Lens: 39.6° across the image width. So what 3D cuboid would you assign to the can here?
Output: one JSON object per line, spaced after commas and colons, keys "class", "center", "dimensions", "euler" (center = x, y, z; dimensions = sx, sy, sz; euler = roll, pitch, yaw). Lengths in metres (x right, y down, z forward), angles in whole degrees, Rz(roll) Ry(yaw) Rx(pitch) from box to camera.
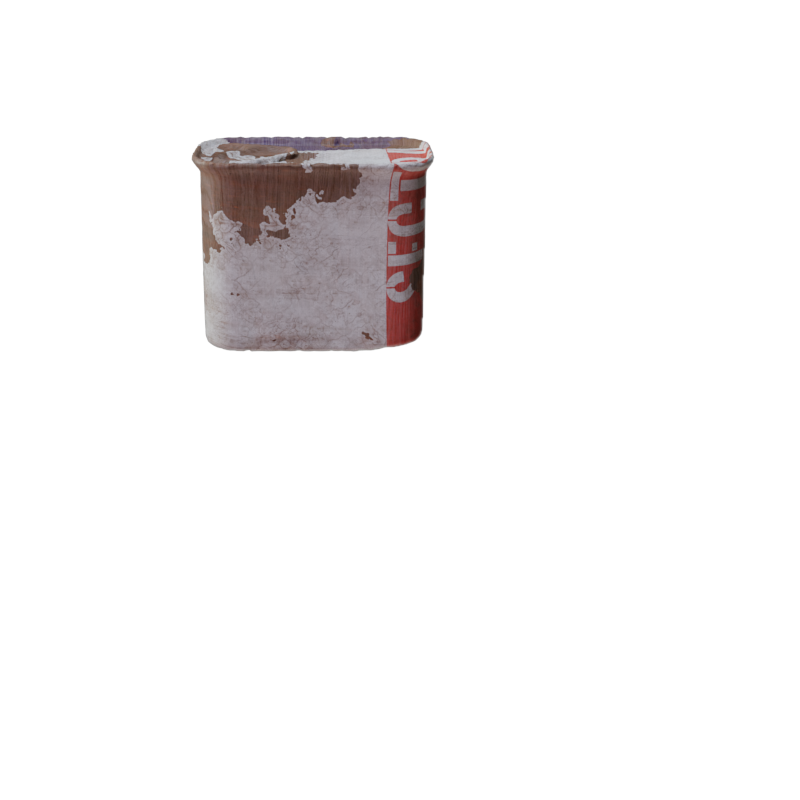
{"class": "can", "center": [-0.038, -0.069, 0.487], "dimensions": [0.102, 0.080, 0.060], "euler": [0, 20, -1]}
